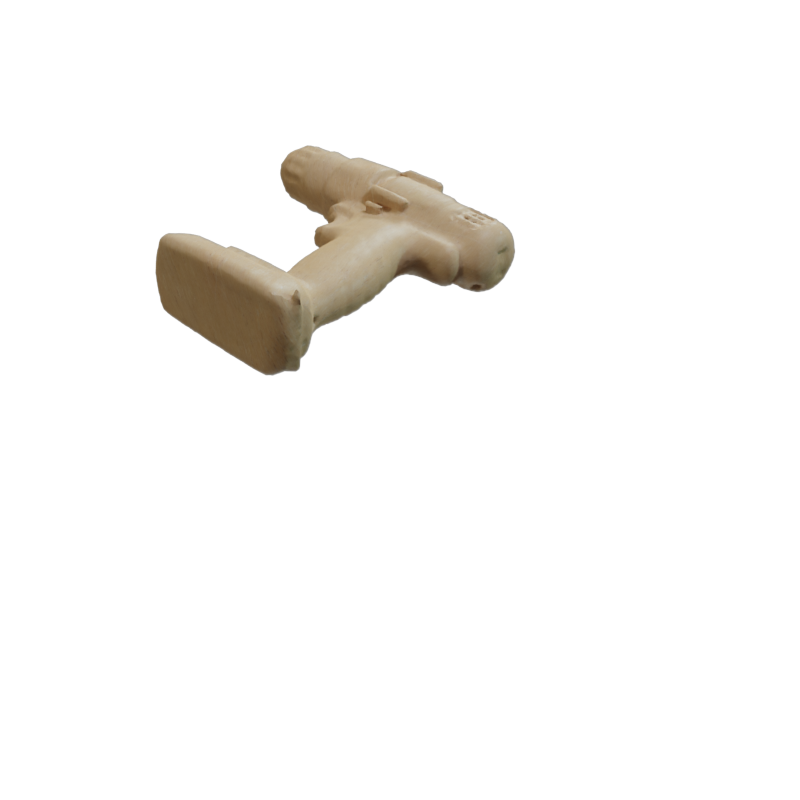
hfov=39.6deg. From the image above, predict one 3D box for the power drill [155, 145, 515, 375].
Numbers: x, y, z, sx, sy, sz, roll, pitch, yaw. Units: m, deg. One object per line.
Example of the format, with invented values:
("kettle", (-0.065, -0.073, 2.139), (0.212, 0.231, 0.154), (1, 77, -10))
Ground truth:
("power drill", (-0.053, -0.096, 0.672), (0.197, 0.054, 0.187), (28, 42, 35))
